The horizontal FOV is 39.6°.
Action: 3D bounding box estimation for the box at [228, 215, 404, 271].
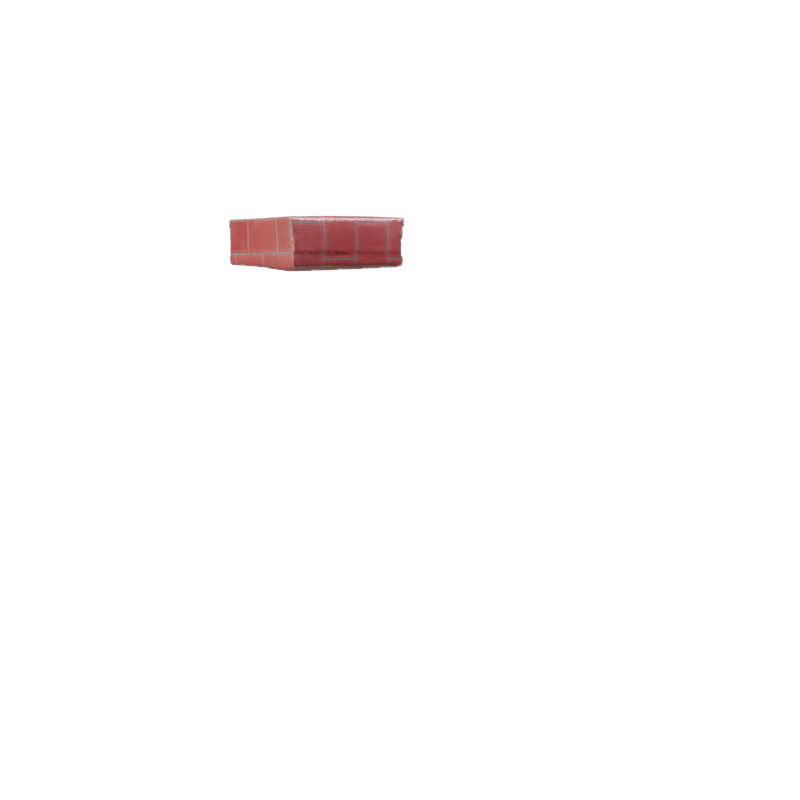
[{"bbox_3d":[-0.063,-0.115,0.805,0.087,0.038,0.118,-5,10,-28],"label":"box"}]
